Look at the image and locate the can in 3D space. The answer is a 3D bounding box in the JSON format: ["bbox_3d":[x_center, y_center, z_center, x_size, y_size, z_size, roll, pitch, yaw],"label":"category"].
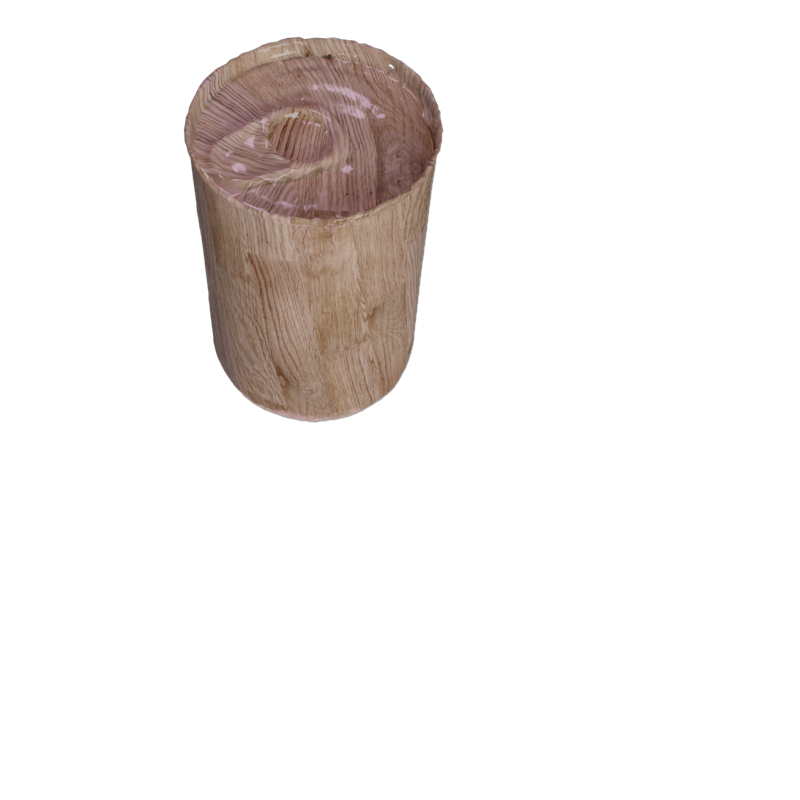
[{"bbox_3d":[-0.026,-0.047,0.330,0.068,0.073,0.096,0,-34,-3],"label":"can"}]
